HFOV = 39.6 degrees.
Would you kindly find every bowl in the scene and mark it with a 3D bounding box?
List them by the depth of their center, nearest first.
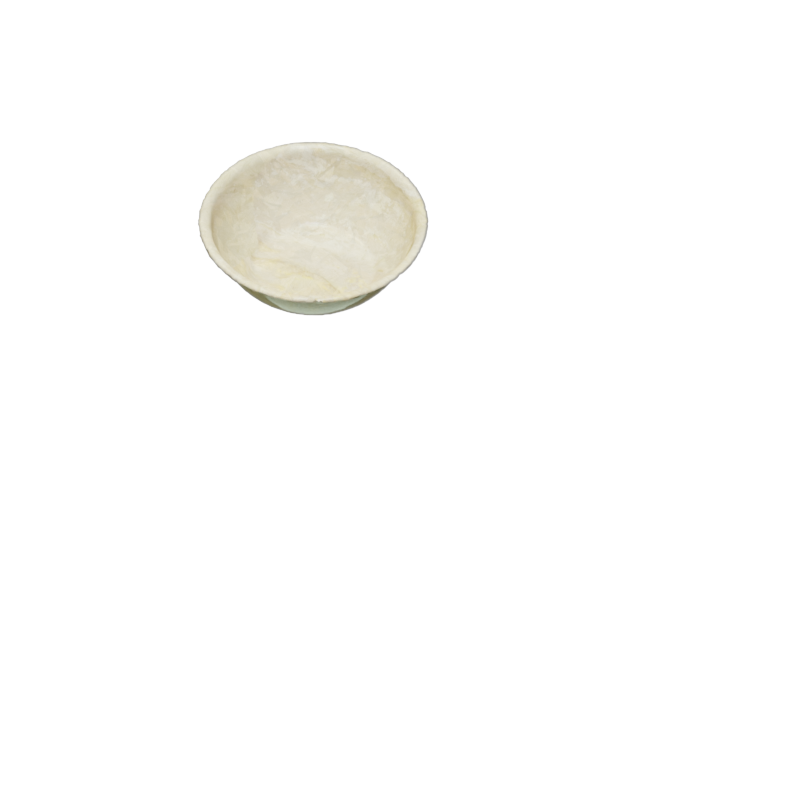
[{"bbox_3d":[-0.062,-0.114,0.798,0.162,0.174,0.051,-1,-41,-1],"label":"bowl"}]
